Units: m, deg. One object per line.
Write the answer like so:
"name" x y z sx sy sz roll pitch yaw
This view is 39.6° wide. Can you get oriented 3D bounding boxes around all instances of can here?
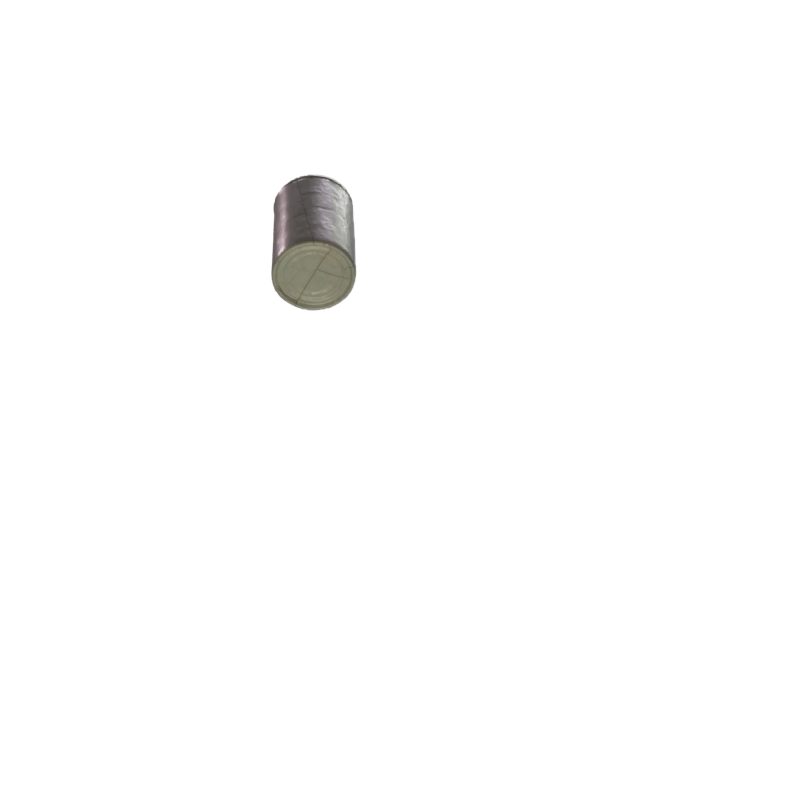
"can" -0.070 -0.128 0.900 0.068 0.064 0.109 -1 38 -3
